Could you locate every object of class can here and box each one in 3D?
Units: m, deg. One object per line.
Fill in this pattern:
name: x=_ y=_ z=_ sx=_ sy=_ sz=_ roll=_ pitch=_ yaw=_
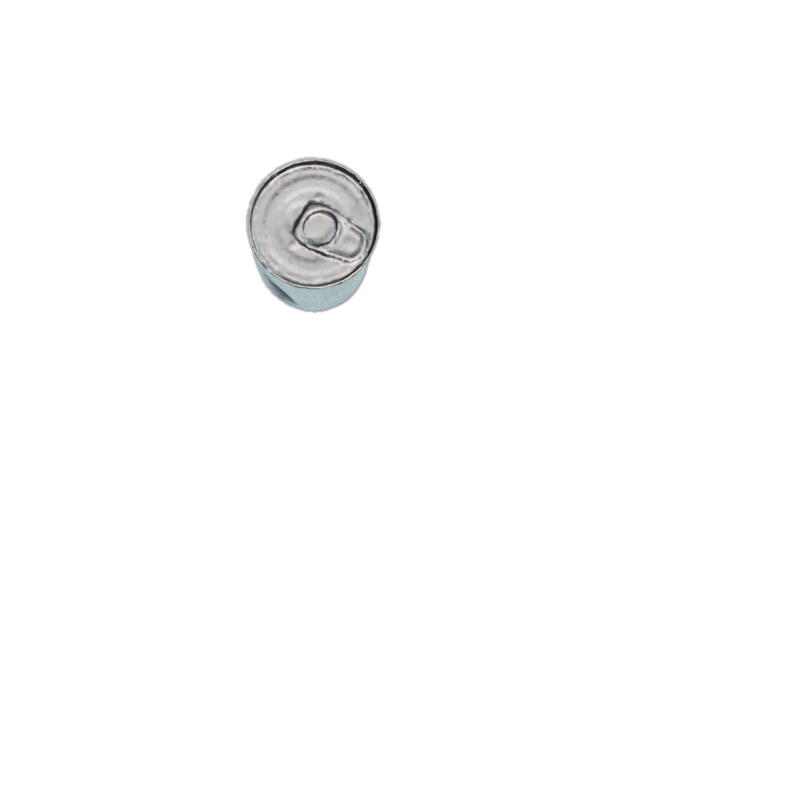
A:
can: x=-0.048 y=-0.088 z=0.615 sx=0.068 sy=0.070 sz=0.100 roll=0 pitch=-5 yaw=-3
